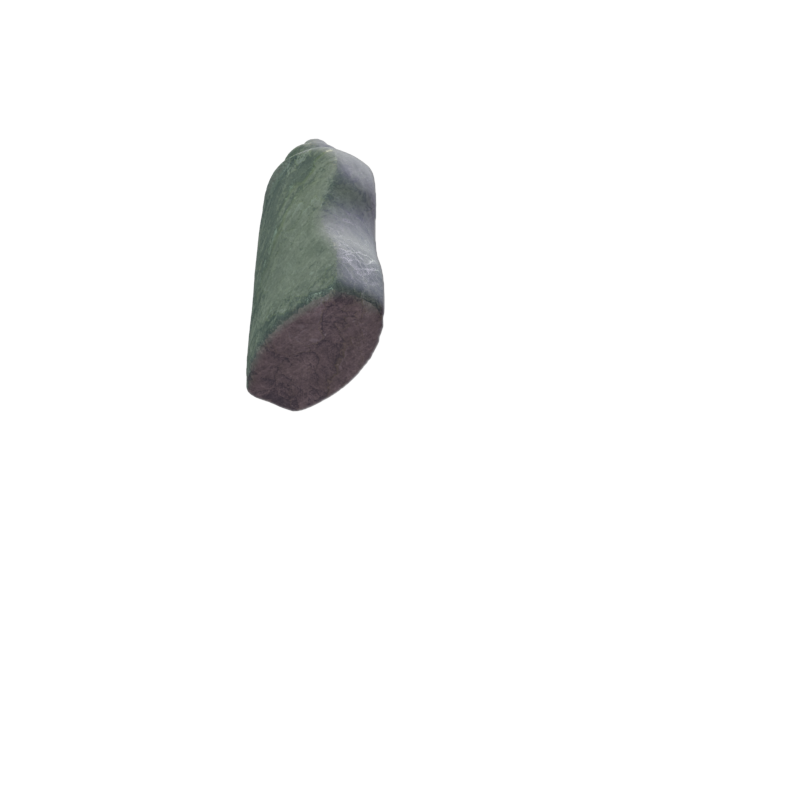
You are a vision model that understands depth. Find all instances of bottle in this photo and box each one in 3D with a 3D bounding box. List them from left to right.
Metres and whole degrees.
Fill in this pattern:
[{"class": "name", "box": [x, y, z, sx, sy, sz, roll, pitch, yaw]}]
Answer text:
[{"class": "bottle", "box": [-0.051, -0.093, 0.651, 0.056, 0.206, 0.093, 22, -51, -23]}]
